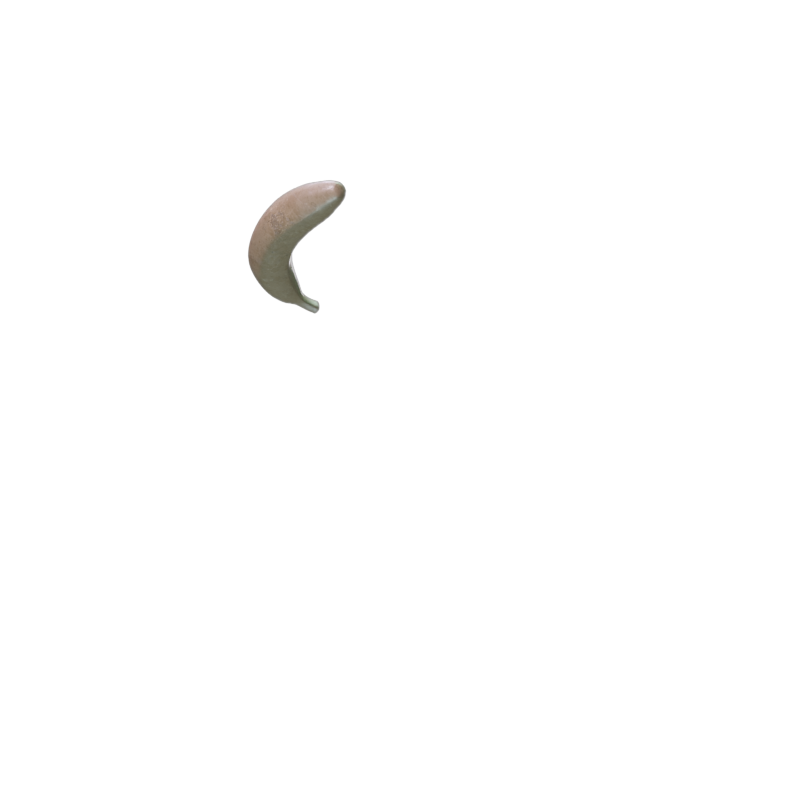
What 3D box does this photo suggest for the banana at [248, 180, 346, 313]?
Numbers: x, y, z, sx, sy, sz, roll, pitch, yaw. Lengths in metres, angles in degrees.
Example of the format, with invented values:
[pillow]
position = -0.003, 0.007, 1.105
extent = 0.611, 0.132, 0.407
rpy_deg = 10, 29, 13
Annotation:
[banana]
position = -0.091, -0.131, 0.927
extent = 0.069, 0.039, 0.189
rpy_deg = 4, -24, -9
